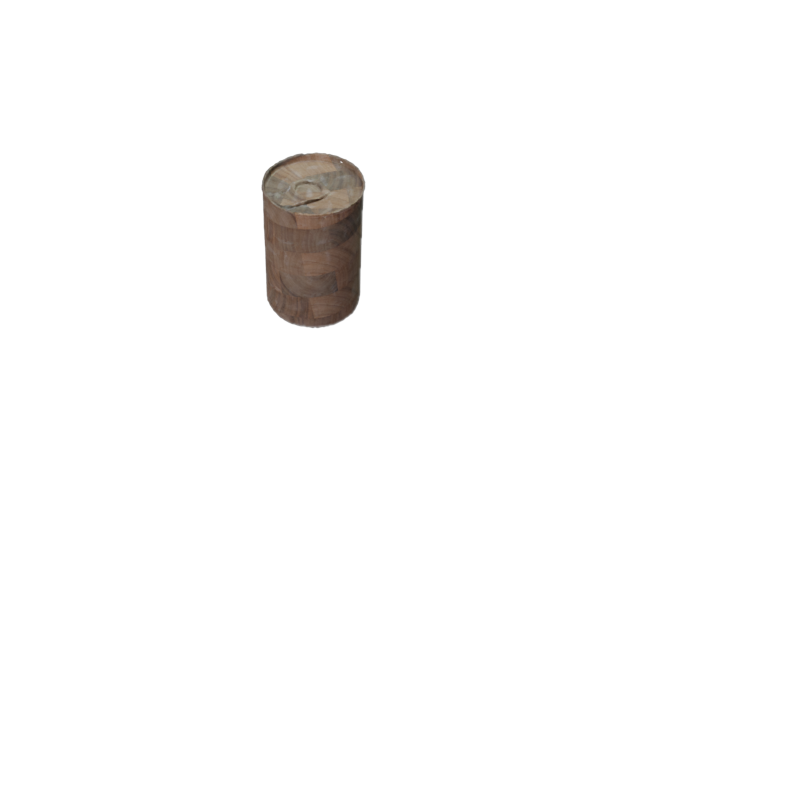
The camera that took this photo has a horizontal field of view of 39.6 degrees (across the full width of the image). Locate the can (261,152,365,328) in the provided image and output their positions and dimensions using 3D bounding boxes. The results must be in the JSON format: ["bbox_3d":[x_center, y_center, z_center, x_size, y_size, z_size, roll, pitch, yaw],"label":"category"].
[{"bbox_3d":[-0.059,-0.108,0.756,0.068,0.095,0.074,0,44,-3],"label":"can"}]
